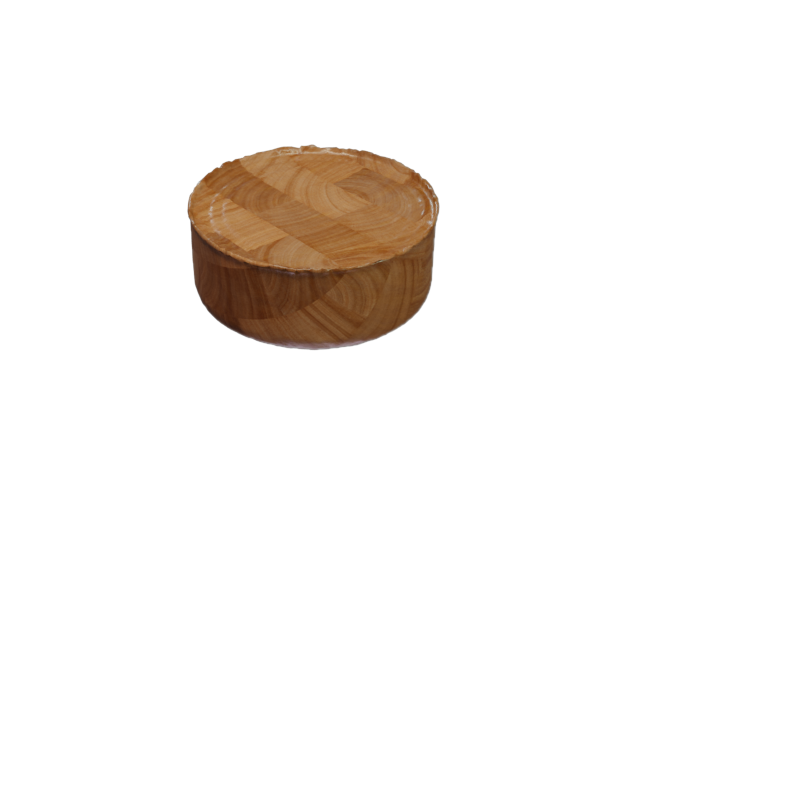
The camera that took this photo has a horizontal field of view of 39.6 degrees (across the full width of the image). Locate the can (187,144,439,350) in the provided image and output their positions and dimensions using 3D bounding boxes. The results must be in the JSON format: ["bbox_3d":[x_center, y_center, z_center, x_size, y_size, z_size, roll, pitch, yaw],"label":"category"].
[{"bbox_3d":[-0.030,-0.055,0.387,0.086,0.031,0.092,-1,37,-2],"label":"can"}]
